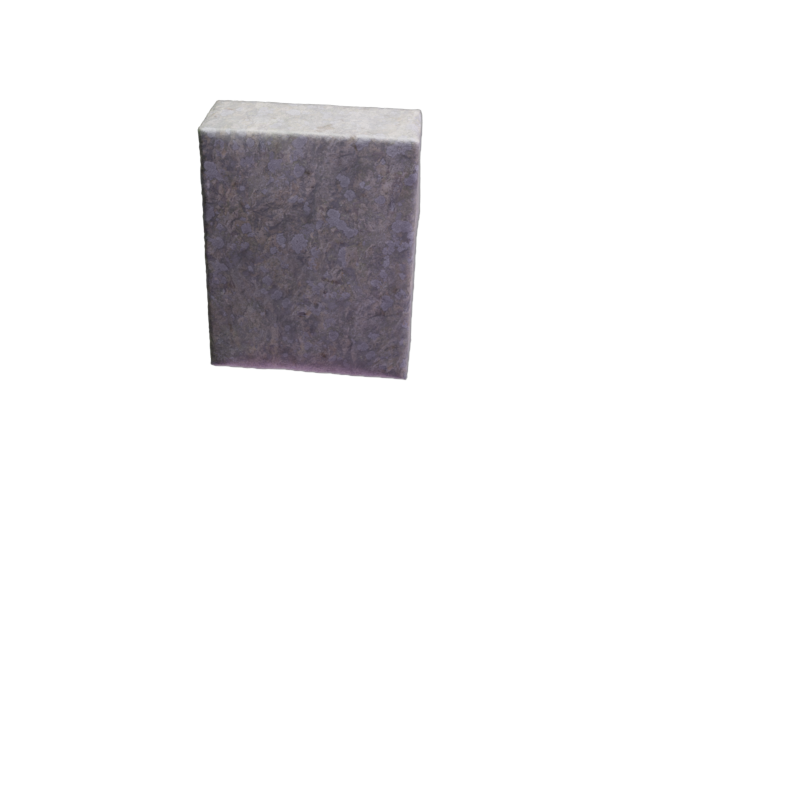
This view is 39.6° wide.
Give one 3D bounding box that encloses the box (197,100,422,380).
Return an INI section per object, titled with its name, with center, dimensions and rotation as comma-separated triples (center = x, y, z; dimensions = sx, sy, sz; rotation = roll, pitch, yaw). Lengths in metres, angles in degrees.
[box]
center = -0.069, -0.125, 0.875
dimensions = 0.165, 0.201, 0.076
rotation = 5, 32, 5
